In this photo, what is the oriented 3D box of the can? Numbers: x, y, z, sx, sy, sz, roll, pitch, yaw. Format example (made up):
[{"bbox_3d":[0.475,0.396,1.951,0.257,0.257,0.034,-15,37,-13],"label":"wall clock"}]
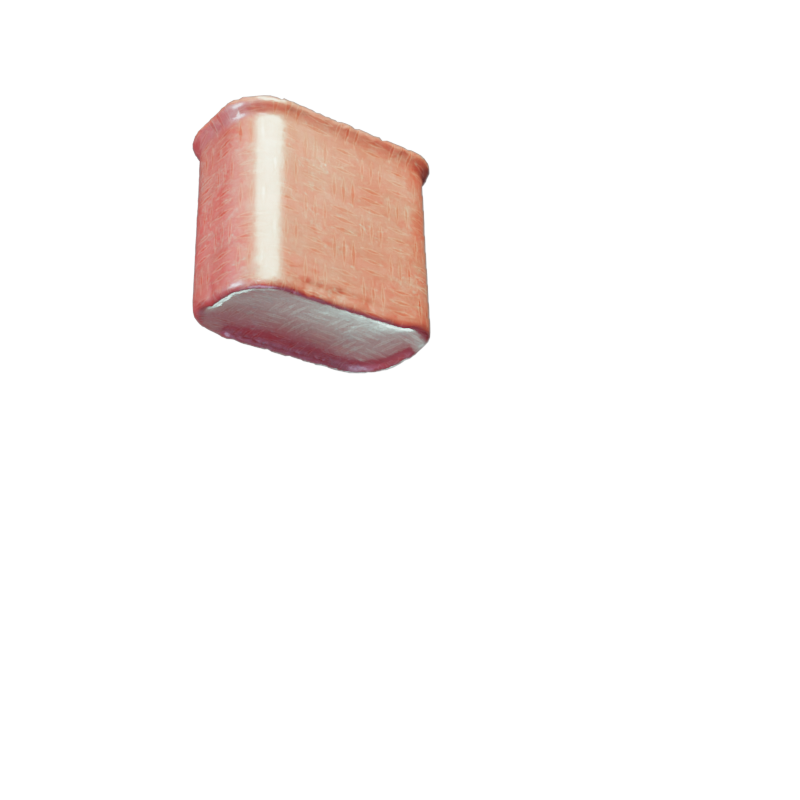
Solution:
[{"bbox_3d":[-0.036,-0.065,0.456,0.097,0.089,0.057,16,-31,-33],"label":"can"}]
